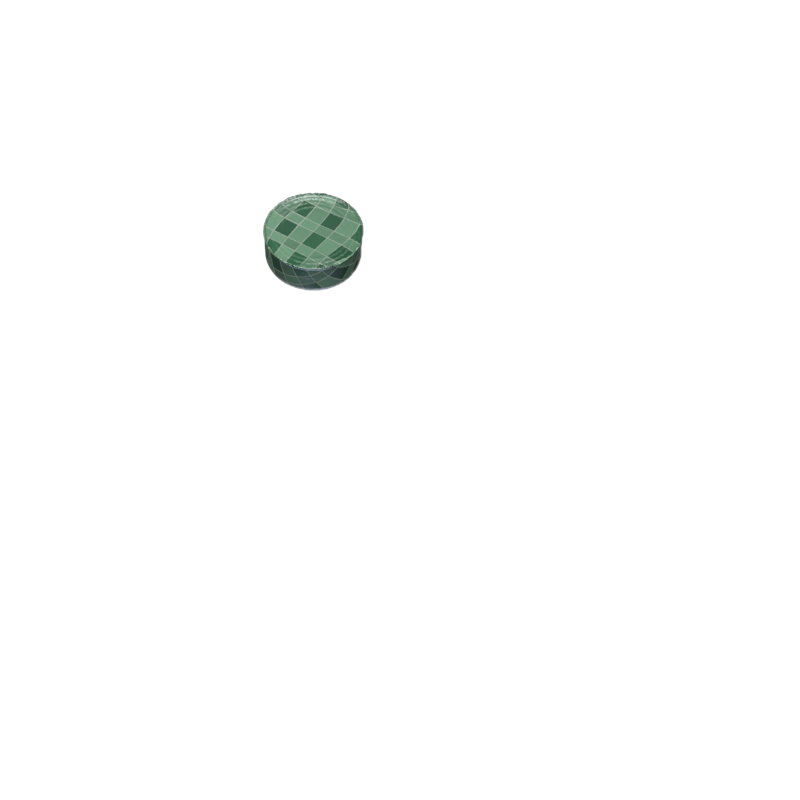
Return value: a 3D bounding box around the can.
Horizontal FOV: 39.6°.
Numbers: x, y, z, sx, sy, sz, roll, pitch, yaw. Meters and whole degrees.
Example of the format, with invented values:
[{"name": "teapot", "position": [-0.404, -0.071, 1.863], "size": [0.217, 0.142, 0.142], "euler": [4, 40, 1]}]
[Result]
[{"name": "can", "position": [-0.075, -0.137, 0.956], "size": [0.086, 0.092, 0.031], "euler": [-1, -37, -1]}]
